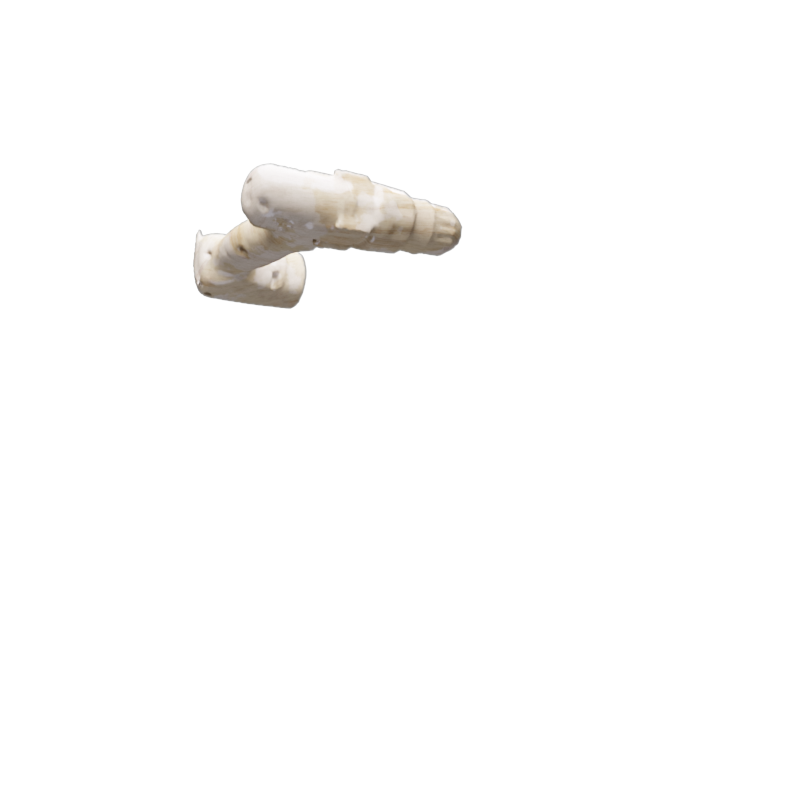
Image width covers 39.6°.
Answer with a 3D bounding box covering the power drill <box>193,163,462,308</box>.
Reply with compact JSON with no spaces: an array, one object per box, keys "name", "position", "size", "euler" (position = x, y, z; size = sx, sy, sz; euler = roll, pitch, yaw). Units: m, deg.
[{"name":"power drill","position":[-0.070,-0.127,0.890],"size":[0.176,0.060,0.187],"euler":[10,-20,-30]}]
